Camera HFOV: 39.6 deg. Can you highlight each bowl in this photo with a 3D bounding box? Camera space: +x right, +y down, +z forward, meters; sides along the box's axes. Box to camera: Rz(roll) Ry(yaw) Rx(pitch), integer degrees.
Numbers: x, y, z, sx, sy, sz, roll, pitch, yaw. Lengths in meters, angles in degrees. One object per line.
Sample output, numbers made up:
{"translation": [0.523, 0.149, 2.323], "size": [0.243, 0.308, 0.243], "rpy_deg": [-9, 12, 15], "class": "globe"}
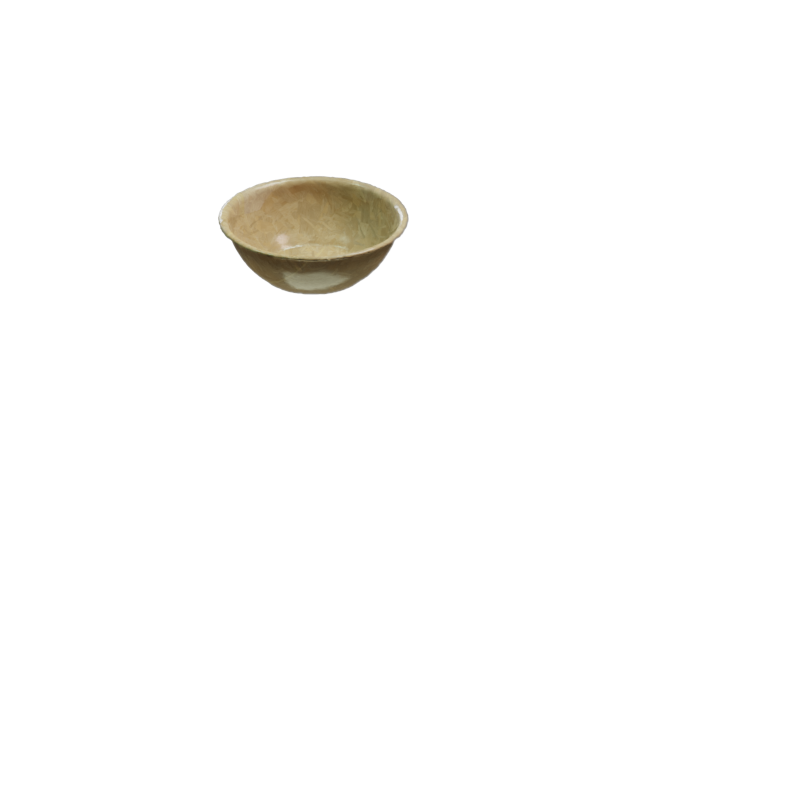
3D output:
{"translation": [-0.075, -0.136, 0.955], "size": [0.162, 0.052, 0.172], "rpy_deg": [-1, 33, -2], "class": "bowl"}
